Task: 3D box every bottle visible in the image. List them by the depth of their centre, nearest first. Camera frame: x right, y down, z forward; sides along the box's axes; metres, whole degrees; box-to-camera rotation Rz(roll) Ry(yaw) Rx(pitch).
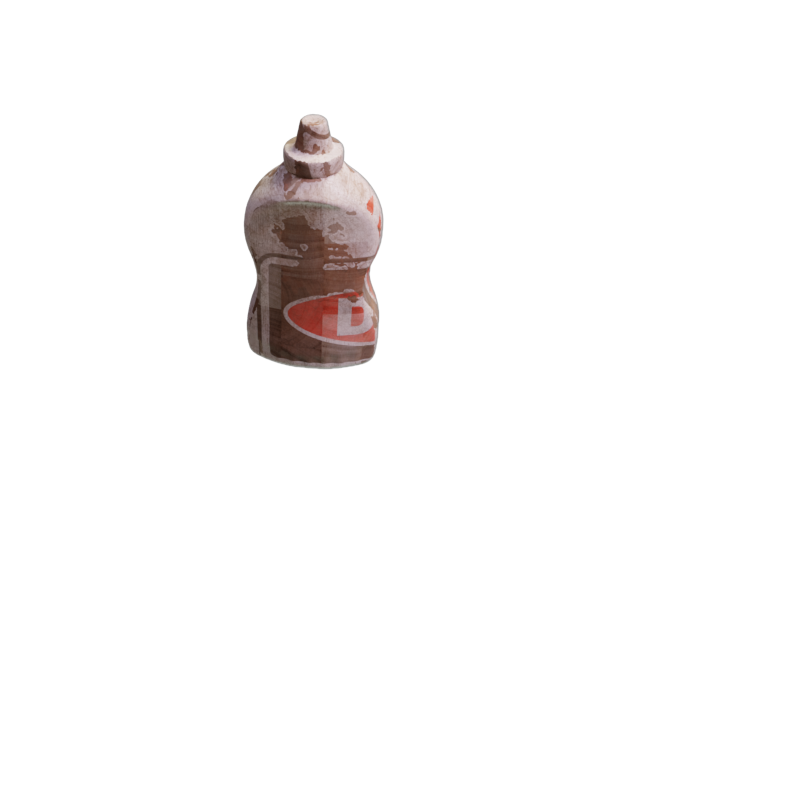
[{"bbox_3d":[-0.061,-0.111,0.777,0.097,0.179,0.062,7,38,5],"label":"bottle"}]
